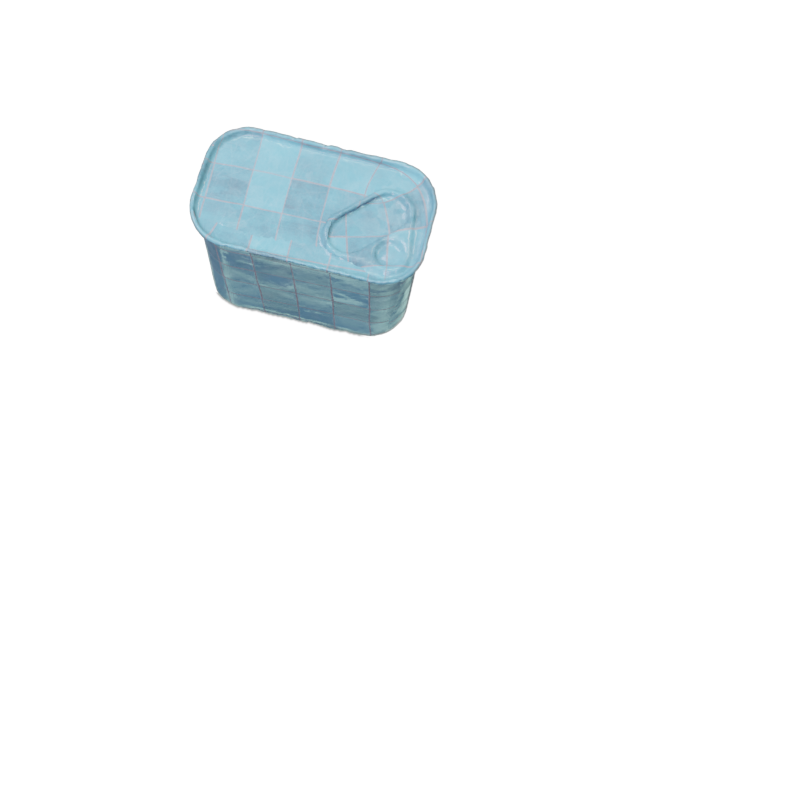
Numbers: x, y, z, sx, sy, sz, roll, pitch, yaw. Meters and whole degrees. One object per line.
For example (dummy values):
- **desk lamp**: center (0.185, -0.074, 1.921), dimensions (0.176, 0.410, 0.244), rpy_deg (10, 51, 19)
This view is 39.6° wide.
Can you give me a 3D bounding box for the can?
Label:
- **can**: center (-0.039, -0.072, 0.504), dimensions (0.103, 0.060, 0.080), rpy_deg (14, -19, 3)
